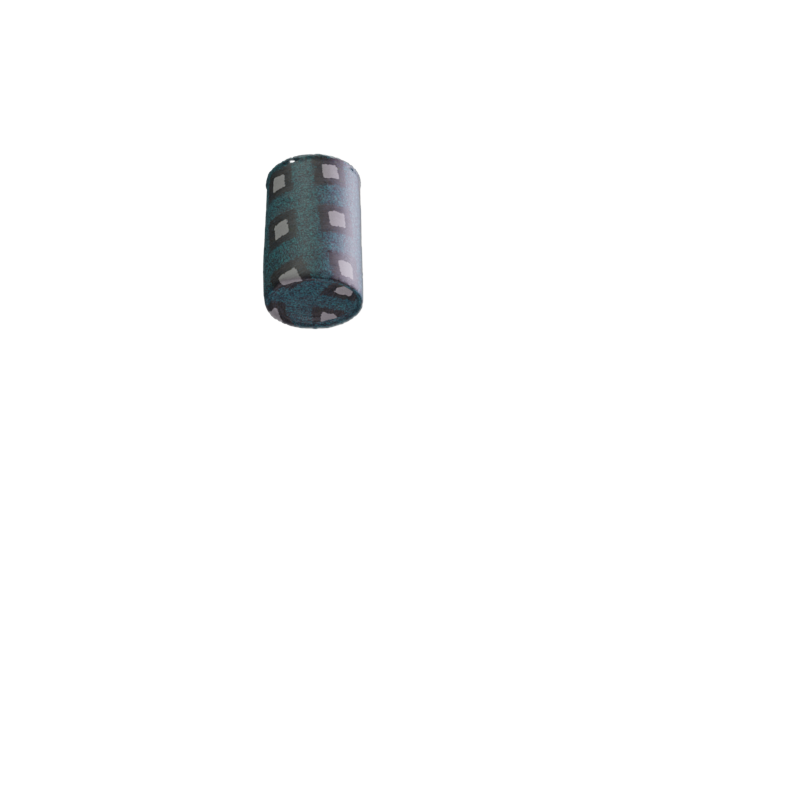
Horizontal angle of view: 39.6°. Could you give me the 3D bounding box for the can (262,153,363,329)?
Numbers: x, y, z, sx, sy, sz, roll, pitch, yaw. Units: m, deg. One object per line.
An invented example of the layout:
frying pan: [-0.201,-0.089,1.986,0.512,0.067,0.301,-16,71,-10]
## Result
can: [-0.060,-0.109,0.762,0.068,0.109,0.064,-1,-31,-2]
